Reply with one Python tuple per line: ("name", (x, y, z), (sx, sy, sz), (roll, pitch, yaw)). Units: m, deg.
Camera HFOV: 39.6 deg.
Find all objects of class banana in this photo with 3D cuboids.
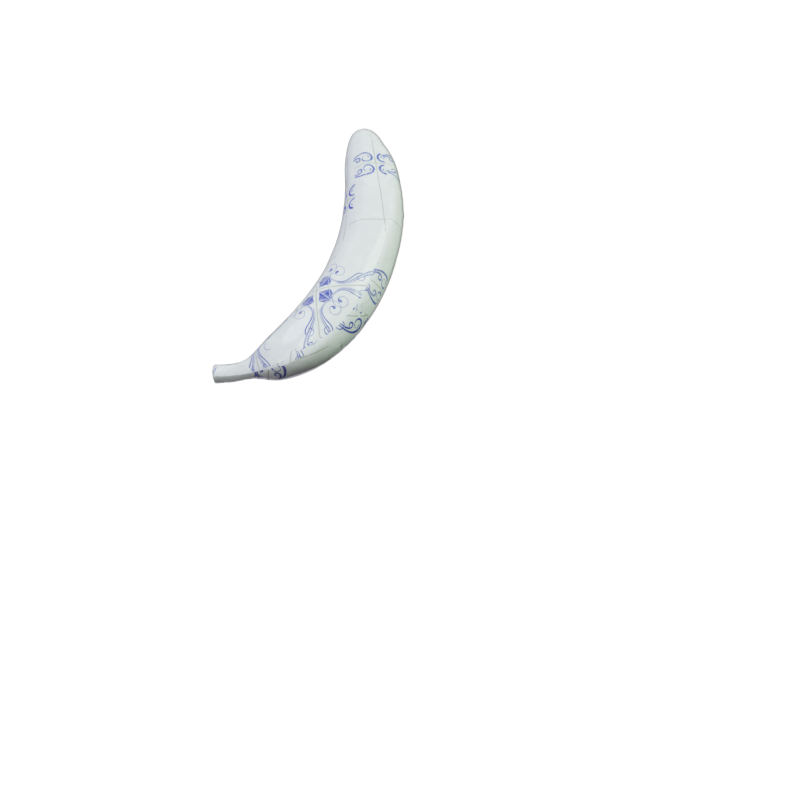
("banana", (-0.037, -0.084, 0.658), (0.071, 0.205, 0.034), (21, -29, 11))
